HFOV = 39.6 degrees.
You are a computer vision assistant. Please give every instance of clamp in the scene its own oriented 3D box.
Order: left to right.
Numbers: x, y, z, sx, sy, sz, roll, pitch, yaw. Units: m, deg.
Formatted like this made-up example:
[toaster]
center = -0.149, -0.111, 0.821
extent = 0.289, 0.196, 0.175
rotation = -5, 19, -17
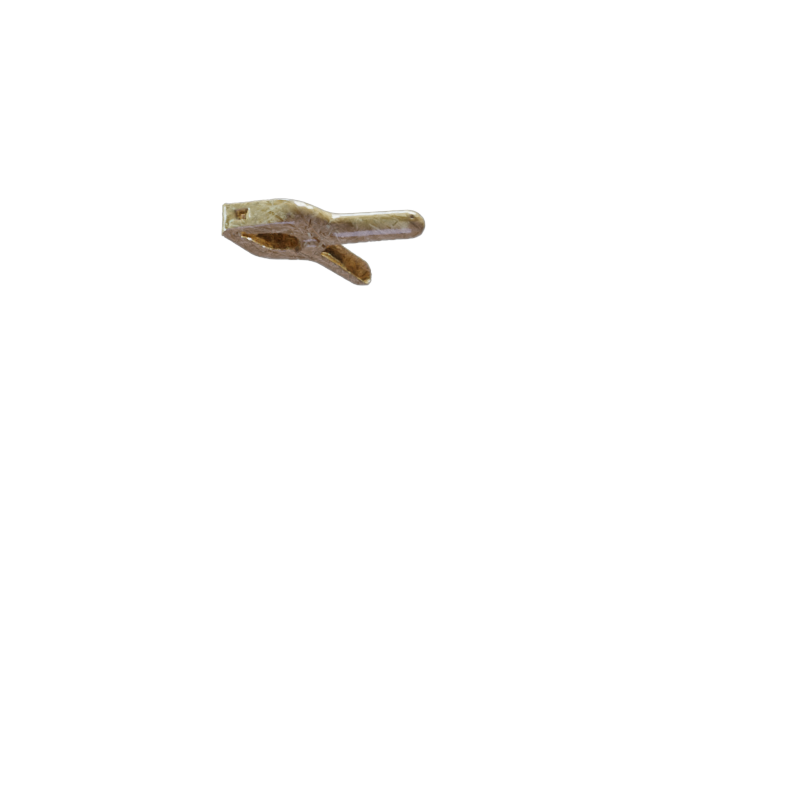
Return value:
[clamp]
center = -0.076, -0.139, 0.971
extent = 0.168, 0.042, 0.115
rotation = 7, -30, -13
